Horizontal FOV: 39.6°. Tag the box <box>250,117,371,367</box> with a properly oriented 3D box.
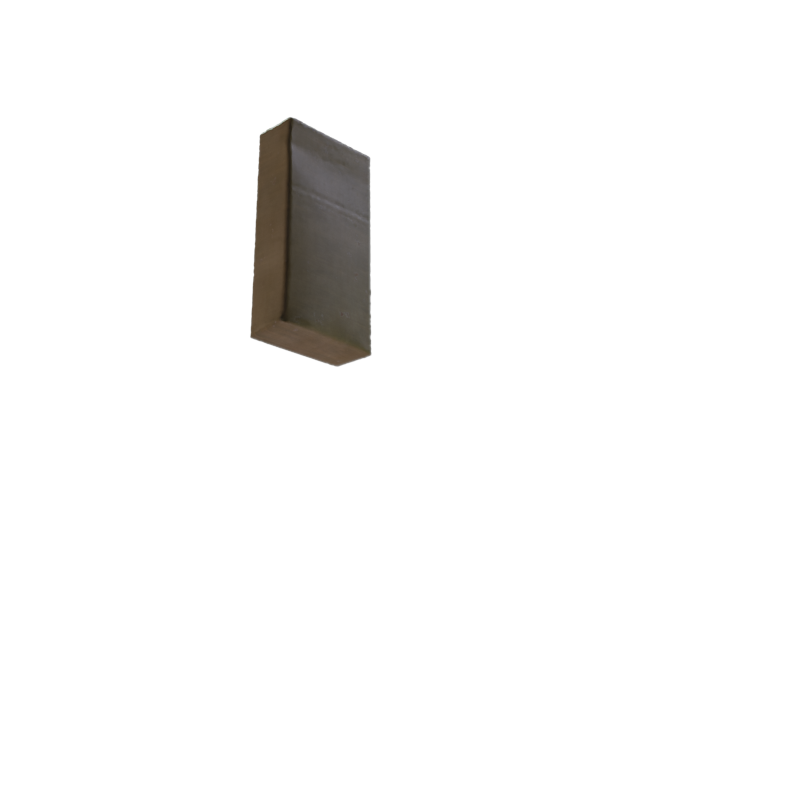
[{"bbox_3d":[-0.068,-0.124,0.867,0.088,0.187,0.048,21,-35,-40],"label":"box"}]
